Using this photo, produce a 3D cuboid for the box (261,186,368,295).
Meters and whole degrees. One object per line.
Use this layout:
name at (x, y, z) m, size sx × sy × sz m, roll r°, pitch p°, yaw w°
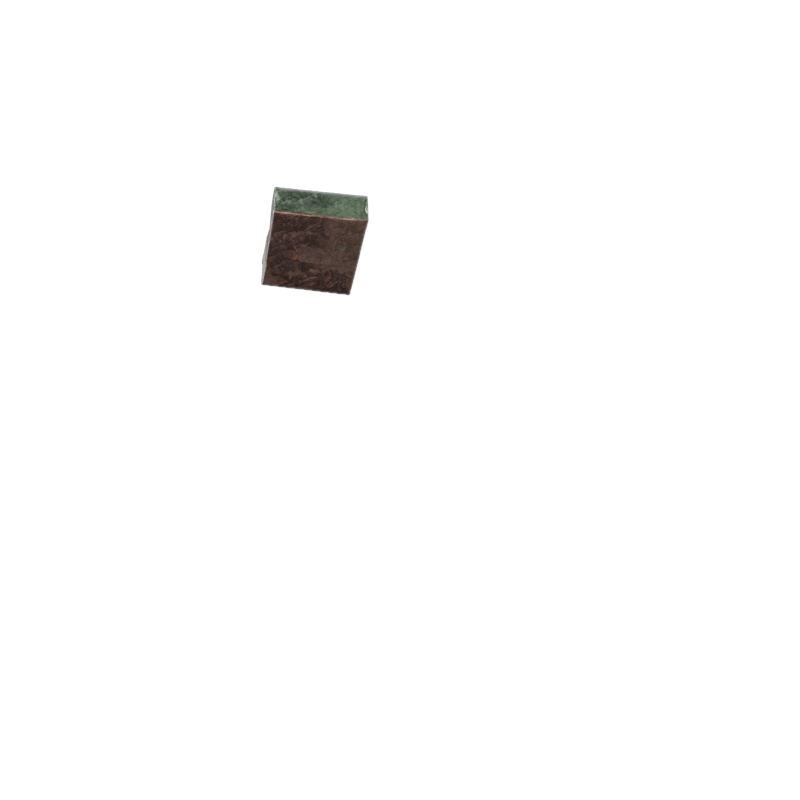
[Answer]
box at (-0.068, -0.124, 0.867) m, size 0.072 × 0.032 × 0.084 m, roll 6°, pitch -40°, yaw -8°
